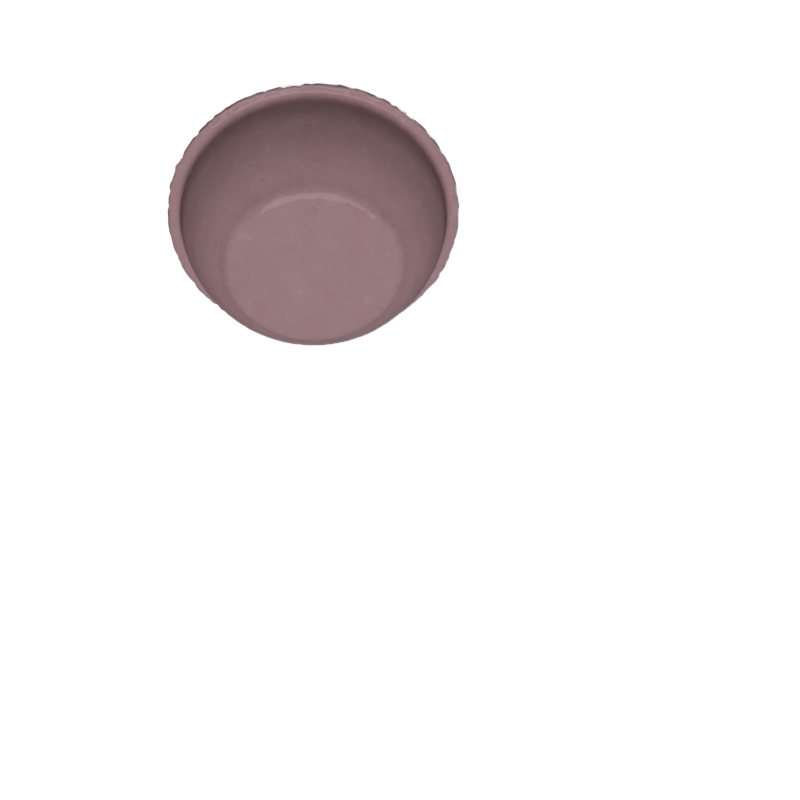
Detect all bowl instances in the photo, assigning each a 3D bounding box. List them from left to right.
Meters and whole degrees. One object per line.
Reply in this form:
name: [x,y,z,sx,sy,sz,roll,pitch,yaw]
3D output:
bowl: [-0.046,-0.085,0.594,0.162,0.152,0.059,1,34,-1]
